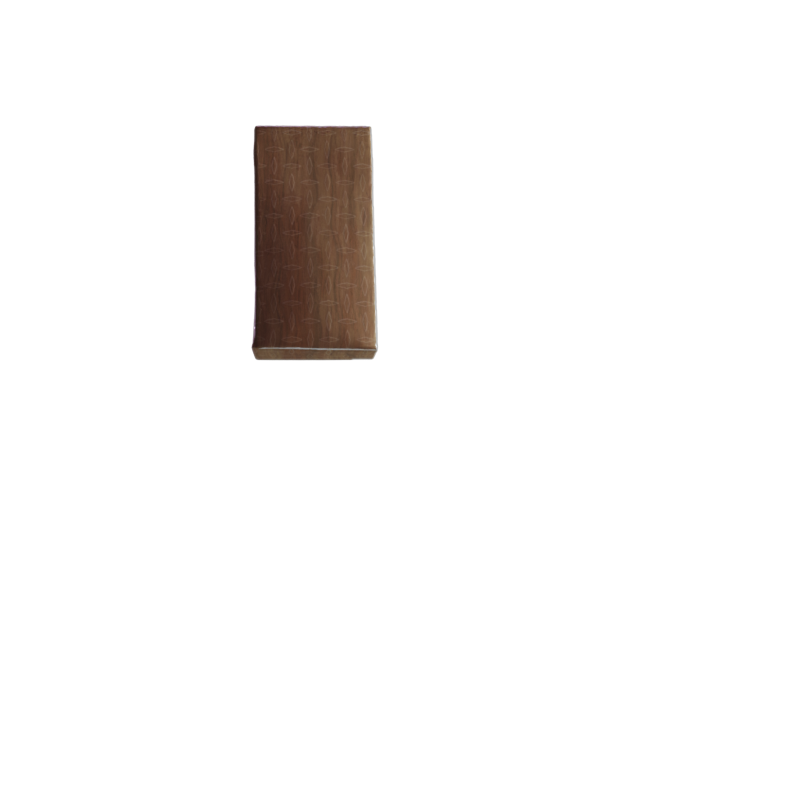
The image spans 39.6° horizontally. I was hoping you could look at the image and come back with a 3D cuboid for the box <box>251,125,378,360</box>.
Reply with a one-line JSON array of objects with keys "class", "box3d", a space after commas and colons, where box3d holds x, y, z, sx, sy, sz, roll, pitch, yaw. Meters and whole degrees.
[{"class": "box", "box3d": [-0.066, -0.120, 0.844, 0.093, 0.184, 0.046, 0, -17, -3]}]
